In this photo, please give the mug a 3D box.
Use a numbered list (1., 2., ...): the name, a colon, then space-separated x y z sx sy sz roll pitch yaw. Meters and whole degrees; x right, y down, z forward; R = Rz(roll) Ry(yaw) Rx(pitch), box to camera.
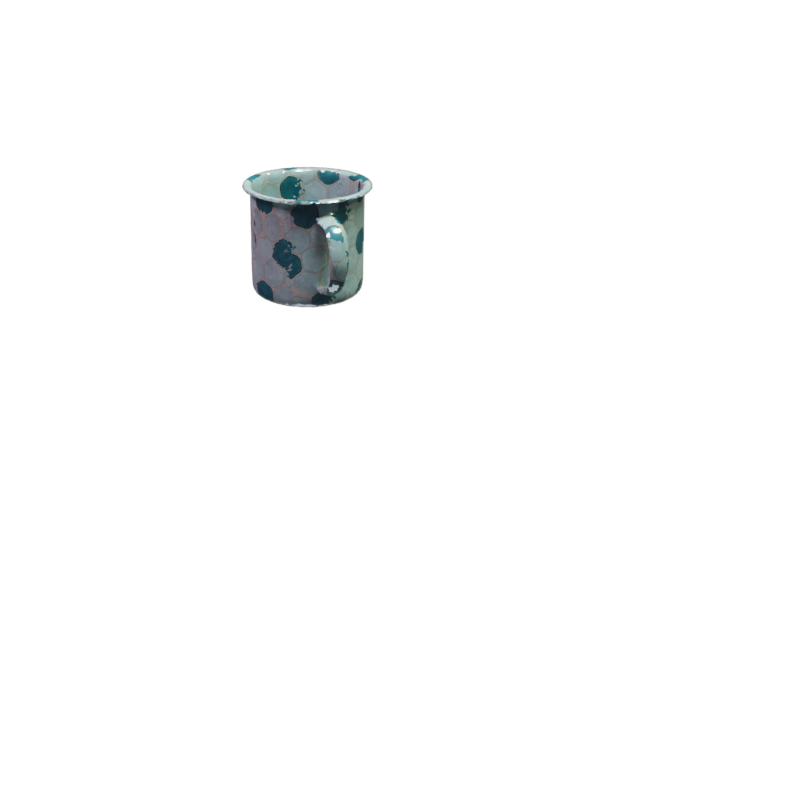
1. mug: -0.062 -0.113 0.792 0.091 0.078 0.125 -9 25 -22
